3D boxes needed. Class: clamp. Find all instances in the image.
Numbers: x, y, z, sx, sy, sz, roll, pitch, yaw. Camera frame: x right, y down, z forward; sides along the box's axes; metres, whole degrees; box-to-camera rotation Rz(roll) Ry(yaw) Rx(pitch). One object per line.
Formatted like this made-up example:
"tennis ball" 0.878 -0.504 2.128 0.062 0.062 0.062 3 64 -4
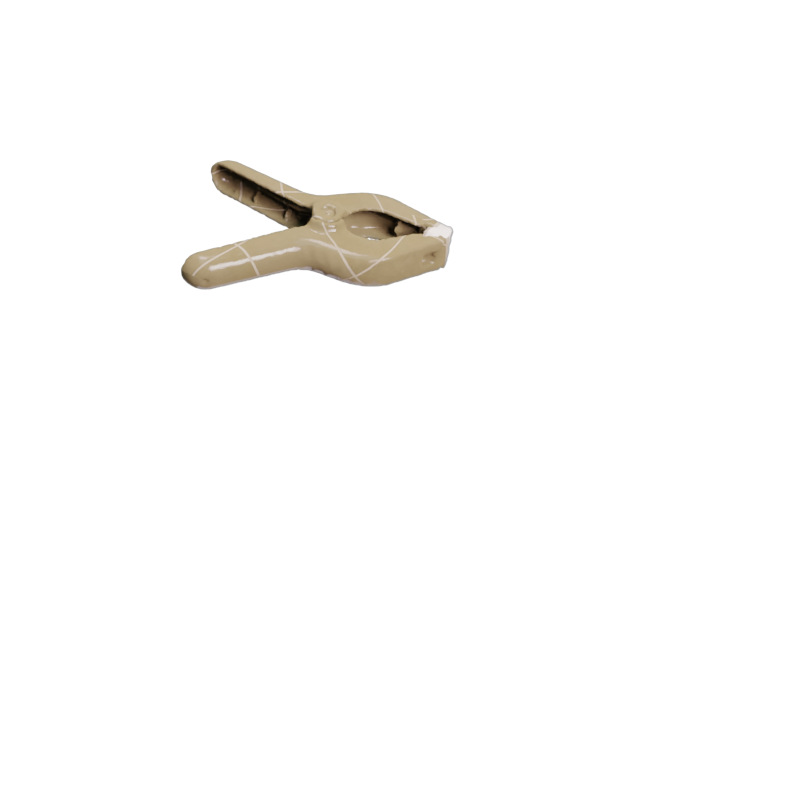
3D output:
"clamp" -0.056 -0.101 0.710 0.174 0.127 0.036 10 -41 9
